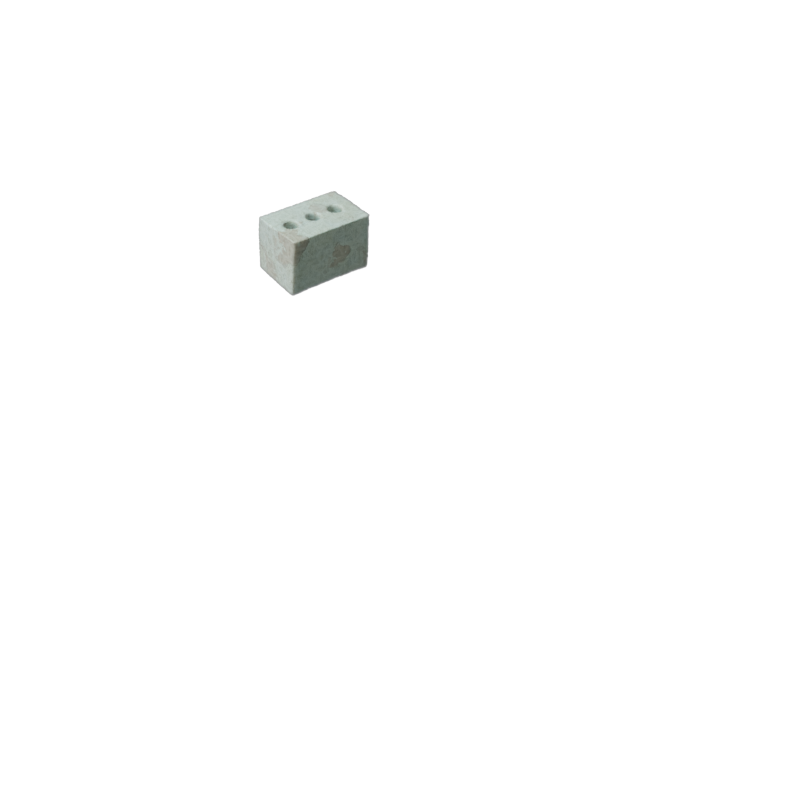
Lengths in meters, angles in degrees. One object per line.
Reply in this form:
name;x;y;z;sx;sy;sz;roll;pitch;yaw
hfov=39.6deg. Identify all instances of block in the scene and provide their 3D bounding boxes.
block;-0.072;-0.131;0.917;0.077;0.048;0.057;-25;44;-30
